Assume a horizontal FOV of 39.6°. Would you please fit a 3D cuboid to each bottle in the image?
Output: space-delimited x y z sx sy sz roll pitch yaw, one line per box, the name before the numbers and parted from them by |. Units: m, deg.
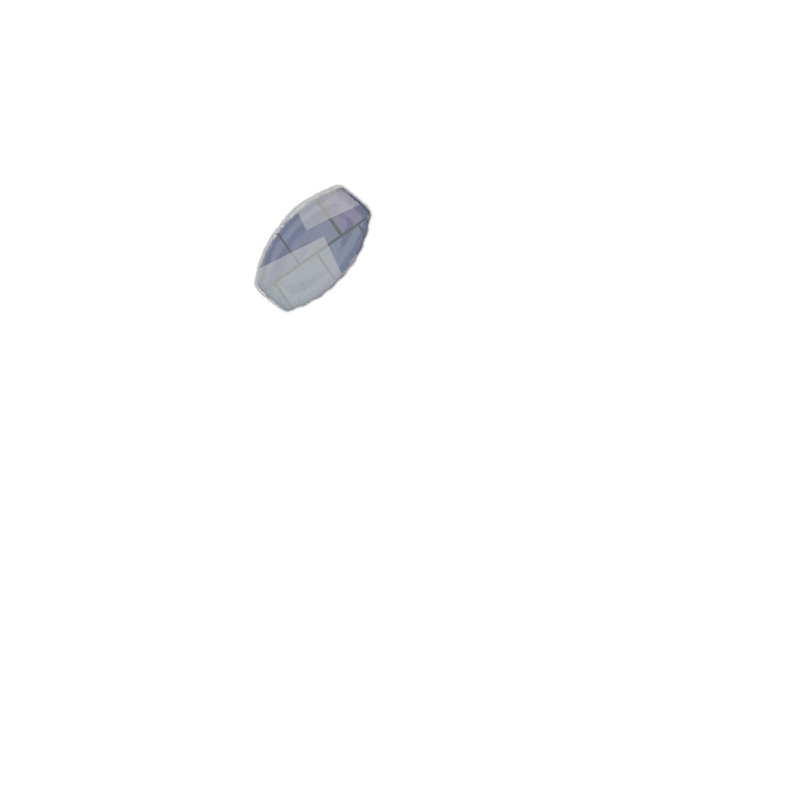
bottle | -0.068 -0.124 0.874 0.057 0.096 0.196 38 6 -10
